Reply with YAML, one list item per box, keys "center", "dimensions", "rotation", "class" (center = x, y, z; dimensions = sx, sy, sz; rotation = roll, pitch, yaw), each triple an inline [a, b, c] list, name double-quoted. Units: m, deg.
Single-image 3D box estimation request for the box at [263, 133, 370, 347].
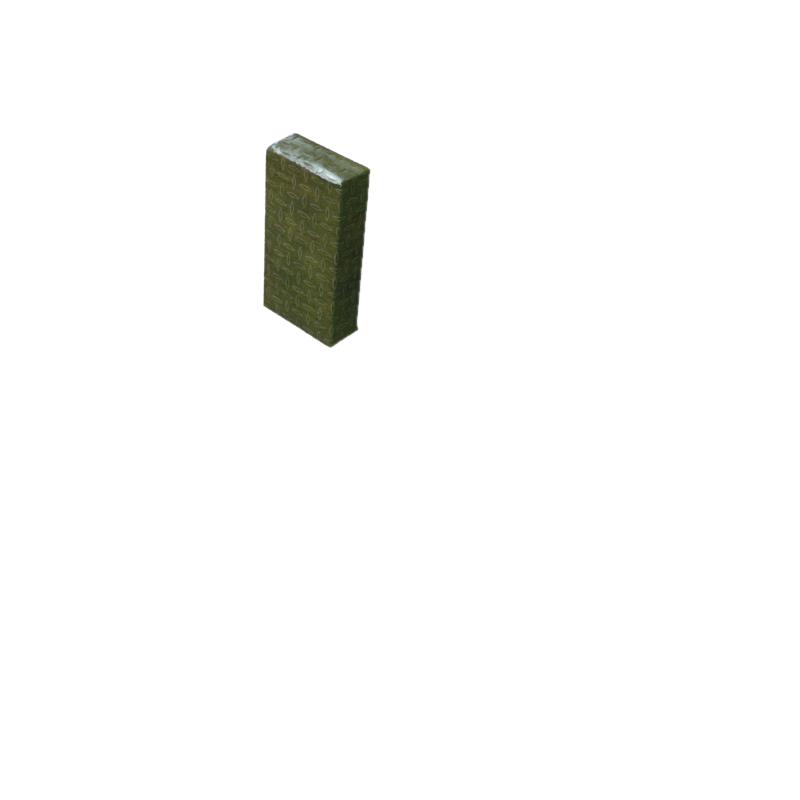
- center: [-0.079, -0.143, 1.000]
  dimensions: [0.099, 0.165, 0.048]
  rotation: [31, 46, 31]
  class: "box"
